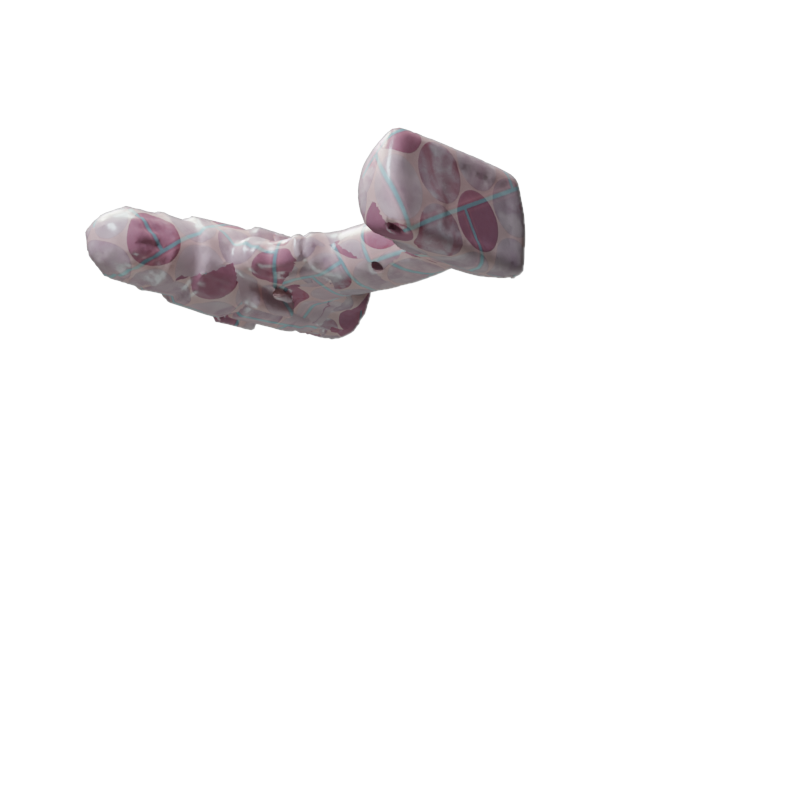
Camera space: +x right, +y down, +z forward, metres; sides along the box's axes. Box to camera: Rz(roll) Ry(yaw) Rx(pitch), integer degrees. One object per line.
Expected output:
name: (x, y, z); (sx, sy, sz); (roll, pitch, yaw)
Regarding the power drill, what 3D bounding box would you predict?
power drill: (-0.045, -0.083, 0.581); (0.175, 0.059, 0.191); (11, -16, -43)
